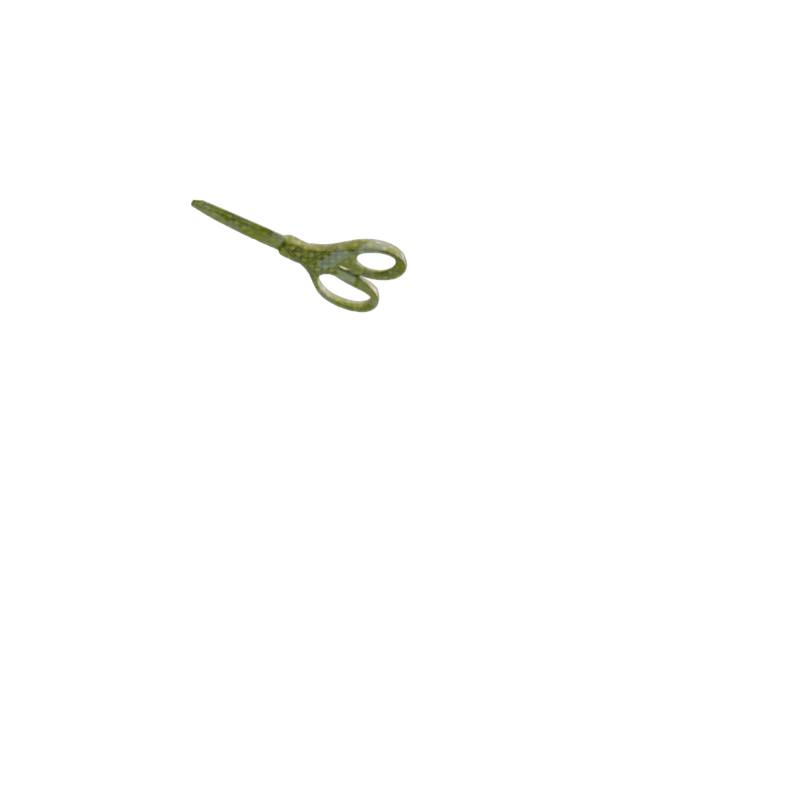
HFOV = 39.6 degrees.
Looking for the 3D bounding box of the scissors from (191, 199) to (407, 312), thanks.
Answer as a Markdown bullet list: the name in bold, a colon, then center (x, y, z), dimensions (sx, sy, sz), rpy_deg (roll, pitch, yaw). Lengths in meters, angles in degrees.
- **scissors**: center (-0.074, -0.135, 0.942), dimensions (0.096, 0.017, 0.188), rpy_deg (-26, -44, 30)
